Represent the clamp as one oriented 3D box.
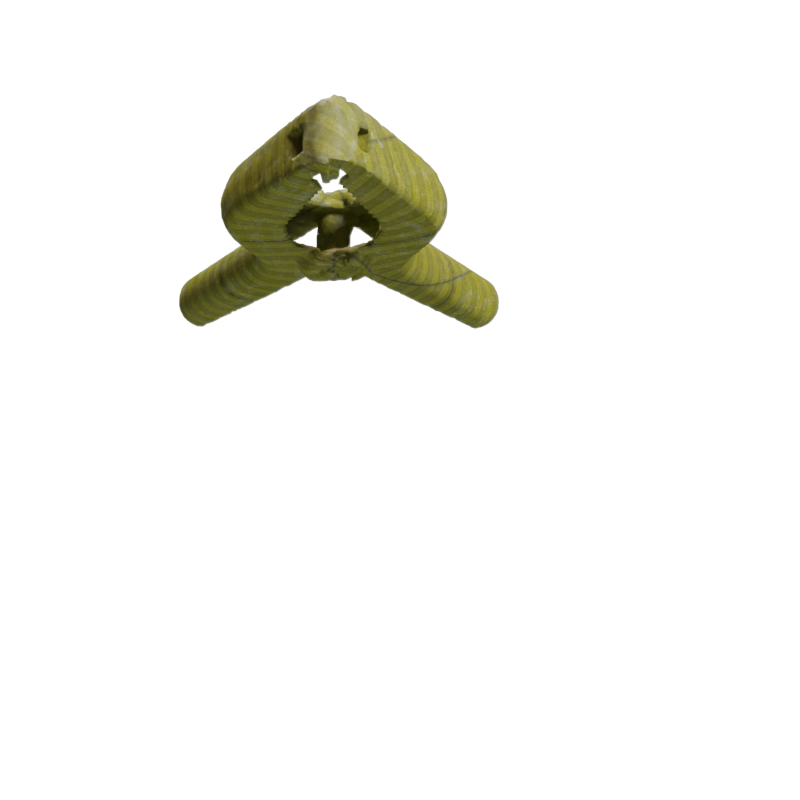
[{"bbox_3d":[-0.039,-0.071,0.500,0.166,0.038,0.199,-2,-16,6],"label":"clamp"}]
